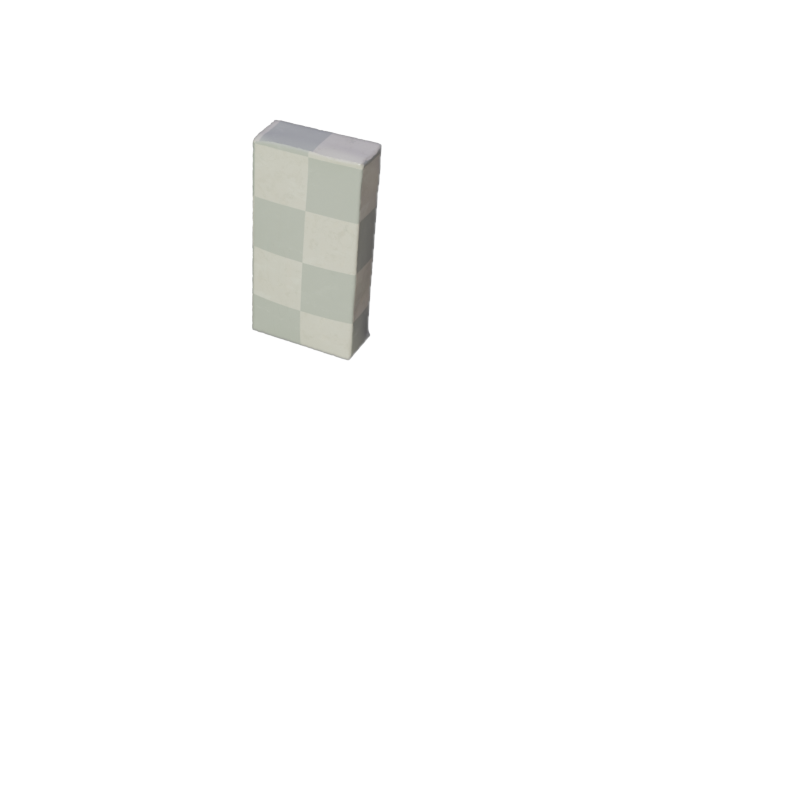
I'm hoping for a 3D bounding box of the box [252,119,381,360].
[{"bbox_3d":[-0.068,-0.124,0.867,0.097,0.165,0.049,17,37,20],"label":"box"}]
